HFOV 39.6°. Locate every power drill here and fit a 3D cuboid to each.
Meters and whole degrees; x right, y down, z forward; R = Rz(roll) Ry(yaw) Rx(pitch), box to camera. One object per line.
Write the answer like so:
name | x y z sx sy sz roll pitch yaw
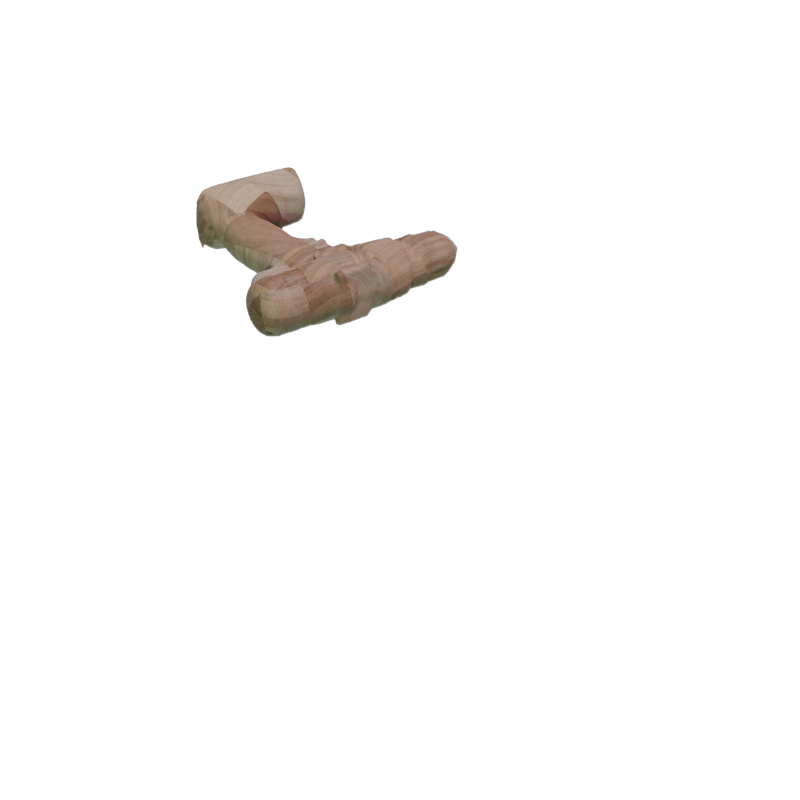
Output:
power drill | -0.072 -0.132 0.921 0.182 0.054 0.202 -19 38 -27
